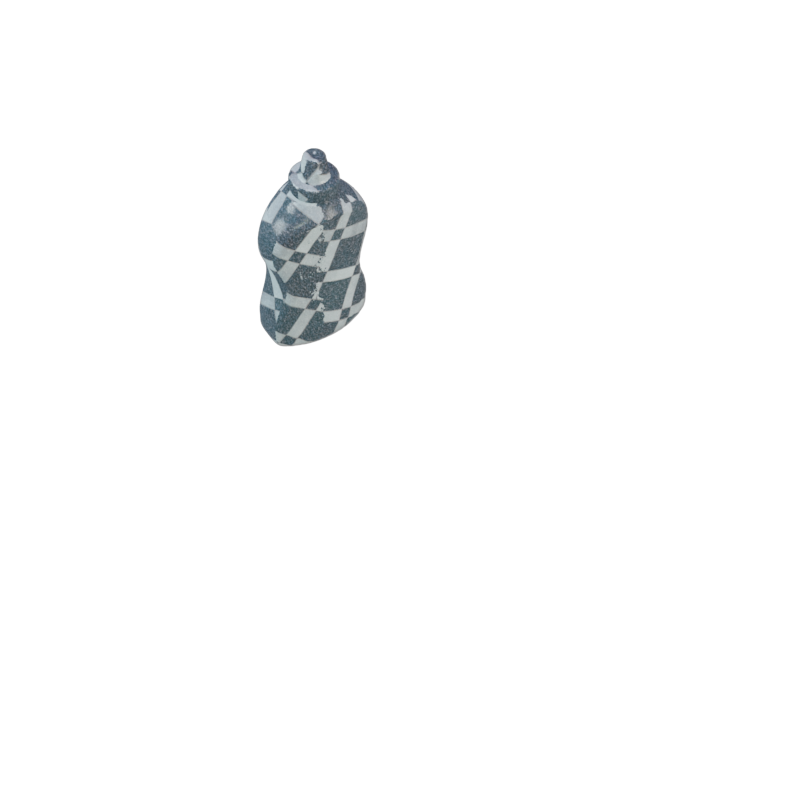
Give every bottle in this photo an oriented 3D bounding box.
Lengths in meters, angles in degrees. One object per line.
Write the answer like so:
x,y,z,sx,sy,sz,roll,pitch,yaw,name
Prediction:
-0.072,-0.132,0.927,0.095,0.179,0.063,-24,55,-22,bottle
